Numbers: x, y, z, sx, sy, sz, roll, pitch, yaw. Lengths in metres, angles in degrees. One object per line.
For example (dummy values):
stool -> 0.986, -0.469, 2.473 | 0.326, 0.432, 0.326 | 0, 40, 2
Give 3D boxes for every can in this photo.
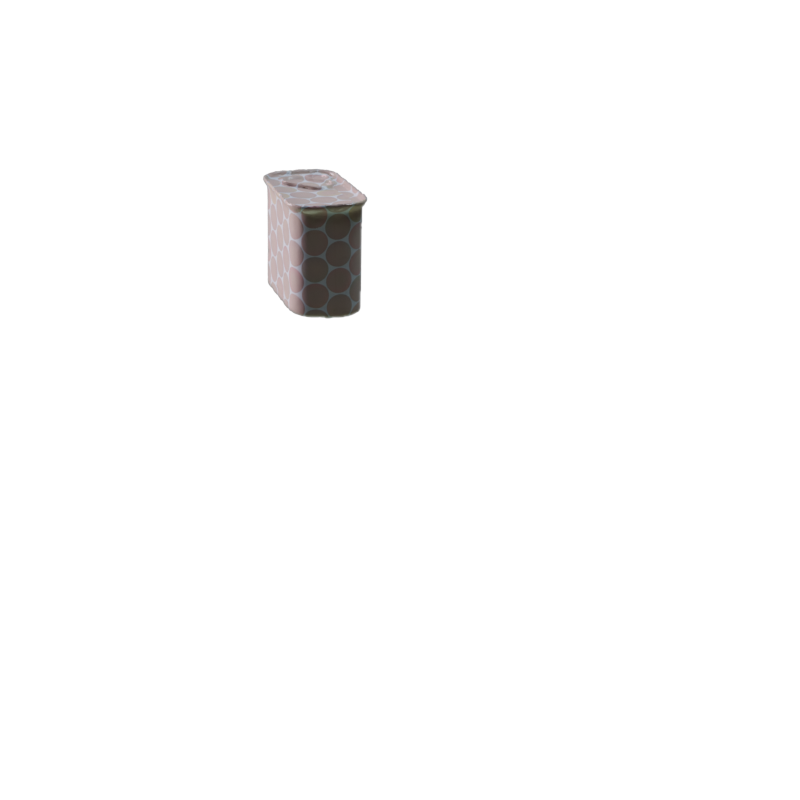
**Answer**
can -> -0.063, -0.114, 0.801 | 0.056, 0.080, 0.109 | -6, 23, -18
